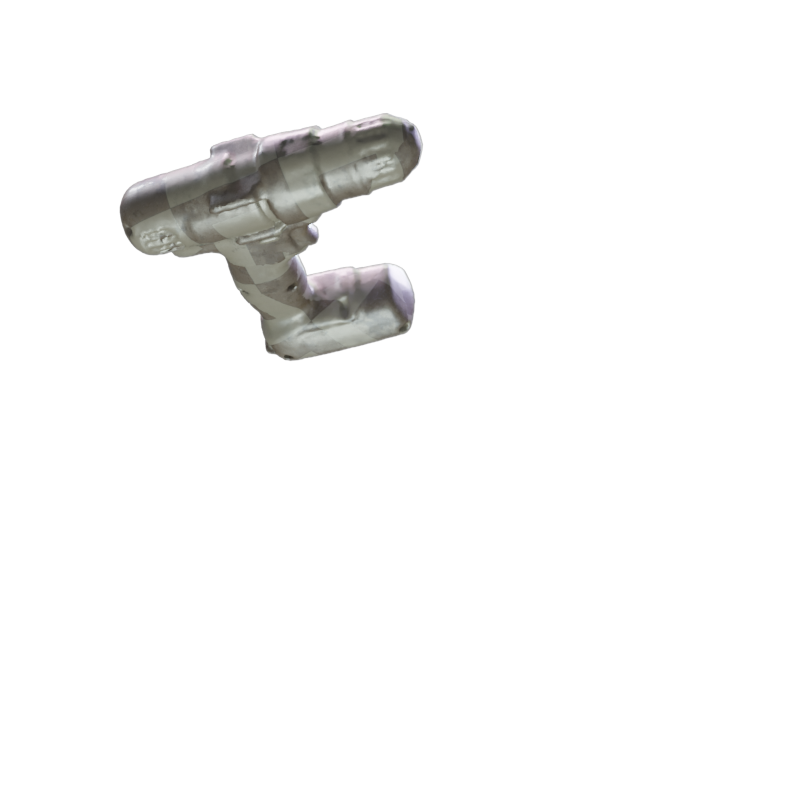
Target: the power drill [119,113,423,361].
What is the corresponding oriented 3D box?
[{"bbox_3d":[-0.054,-0.099,0.692,0.187,0.061,0.173,-11,-31,18],"label":"power drill"}]
